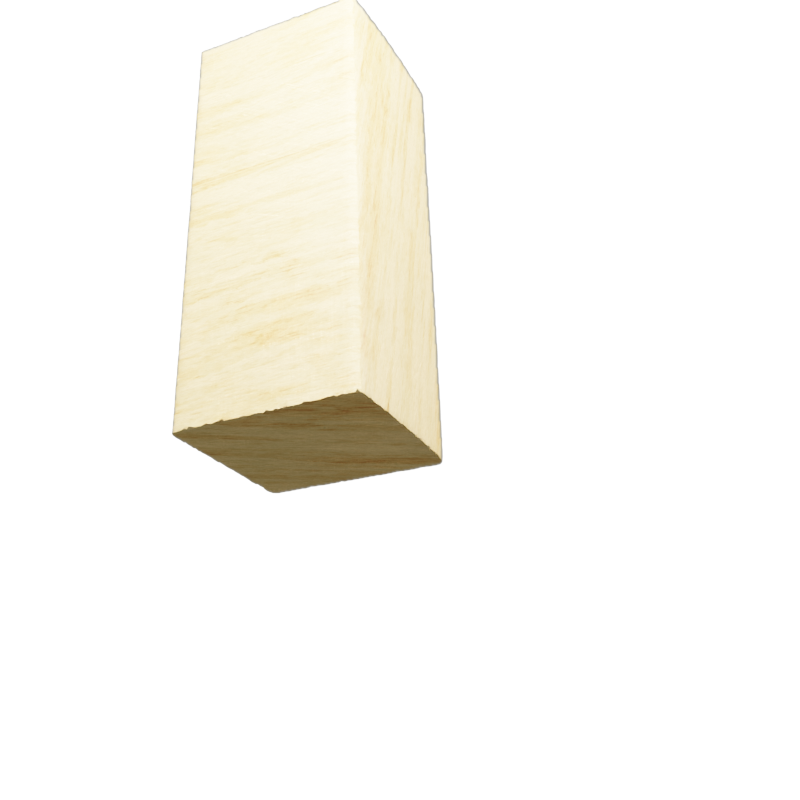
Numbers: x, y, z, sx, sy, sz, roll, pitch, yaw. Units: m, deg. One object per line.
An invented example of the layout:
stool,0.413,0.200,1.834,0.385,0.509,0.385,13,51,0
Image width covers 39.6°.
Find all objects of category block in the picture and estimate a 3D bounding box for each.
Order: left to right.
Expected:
block,-0.041,-0.075,0.525,0.092,0.219,0.083,-15,-31,22
